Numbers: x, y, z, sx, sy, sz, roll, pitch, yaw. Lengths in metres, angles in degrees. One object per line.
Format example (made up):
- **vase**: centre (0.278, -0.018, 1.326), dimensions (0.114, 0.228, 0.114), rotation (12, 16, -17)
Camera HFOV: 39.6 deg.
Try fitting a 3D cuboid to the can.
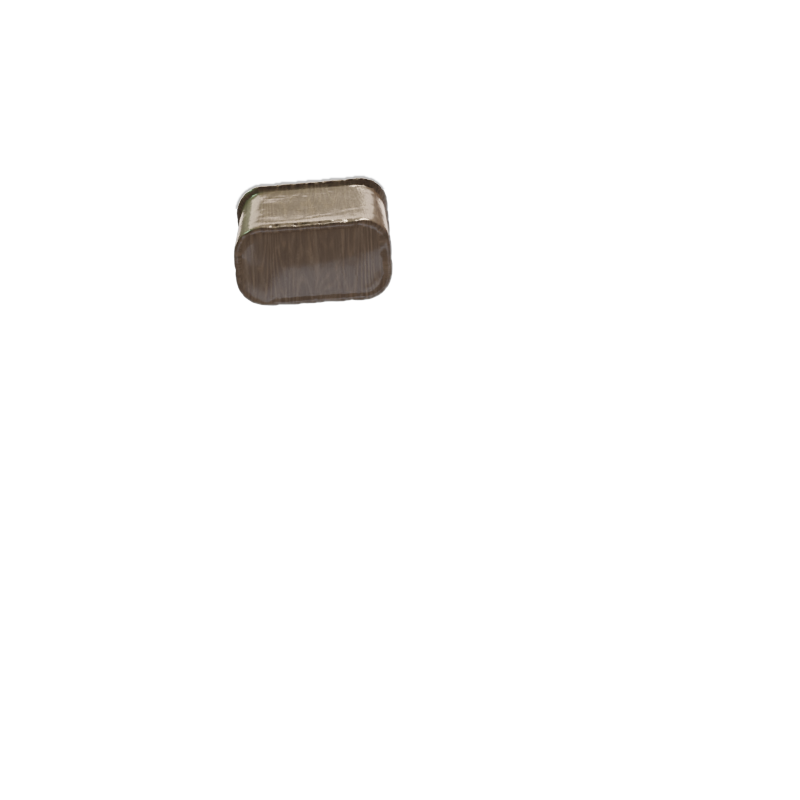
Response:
- **can**: centre (-0.056, -0.101, 0.711), dimensions (0.102, 0.055, 0.088), rotation (-5, 25, 0)
